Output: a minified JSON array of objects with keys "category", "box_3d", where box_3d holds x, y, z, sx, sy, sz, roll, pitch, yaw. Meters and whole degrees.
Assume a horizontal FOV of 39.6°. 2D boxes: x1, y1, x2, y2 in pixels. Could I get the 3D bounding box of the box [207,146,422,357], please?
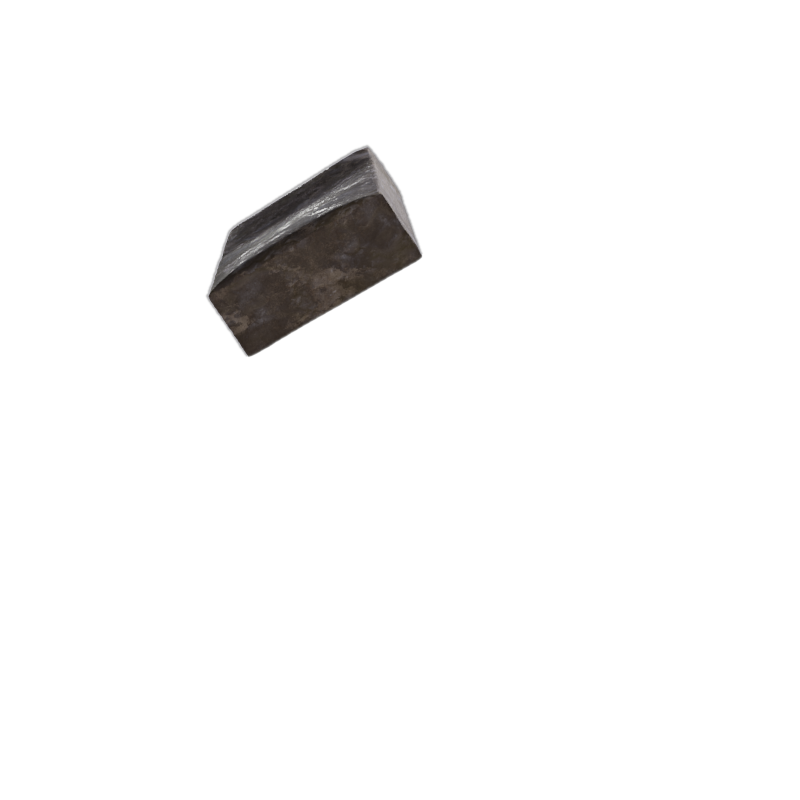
[{"category":"box","box_3d":[-0.076,-0.138,0.969,0.164,0.069,0.224,-30,21,8]}]
